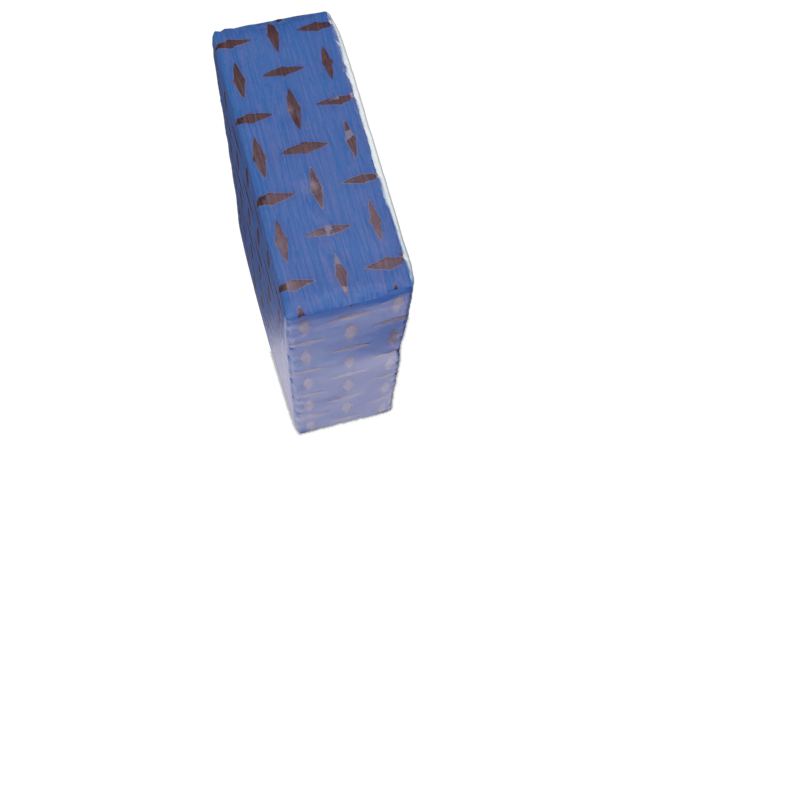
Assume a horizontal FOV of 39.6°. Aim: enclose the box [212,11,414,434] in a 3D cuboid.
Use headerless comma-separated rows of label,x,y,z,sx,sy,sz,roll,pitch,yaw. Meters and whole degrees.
box,-0.050,-0.090,0.632,0.071,0.173,0.204,-14,-19,-8
